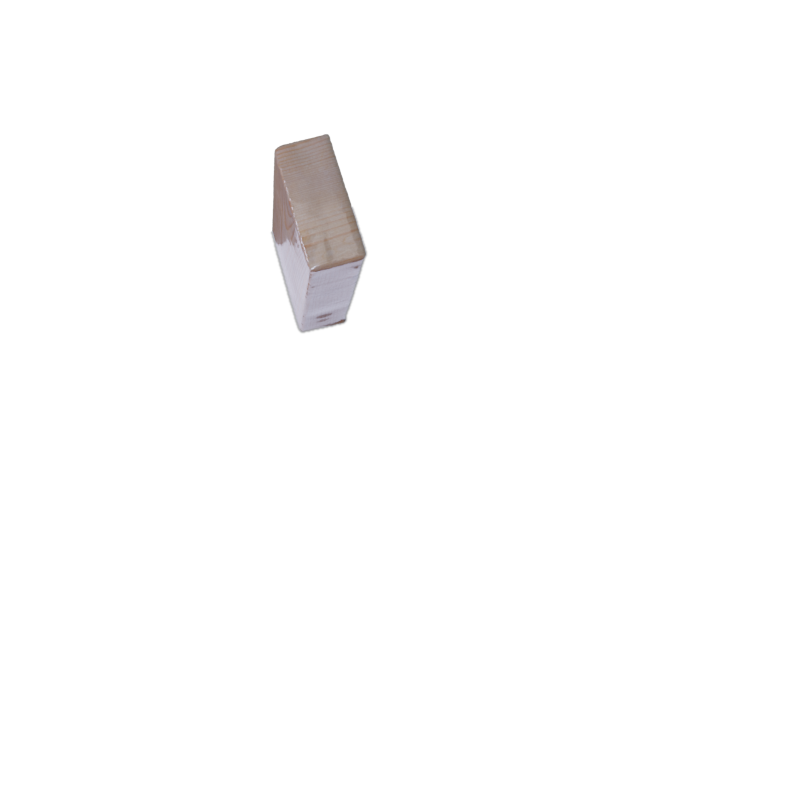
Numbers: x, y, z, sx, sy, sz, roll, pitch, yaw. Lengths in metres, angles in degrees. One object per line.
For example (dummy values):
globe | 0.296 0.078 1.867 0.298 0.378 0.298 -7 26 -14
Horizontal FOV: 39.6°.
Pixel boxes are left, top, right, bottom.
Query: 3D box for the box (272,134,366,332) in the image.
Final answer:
box | -0.064 -0.116 0.811 0.048 0.097 0.171 -15 -11 -7
